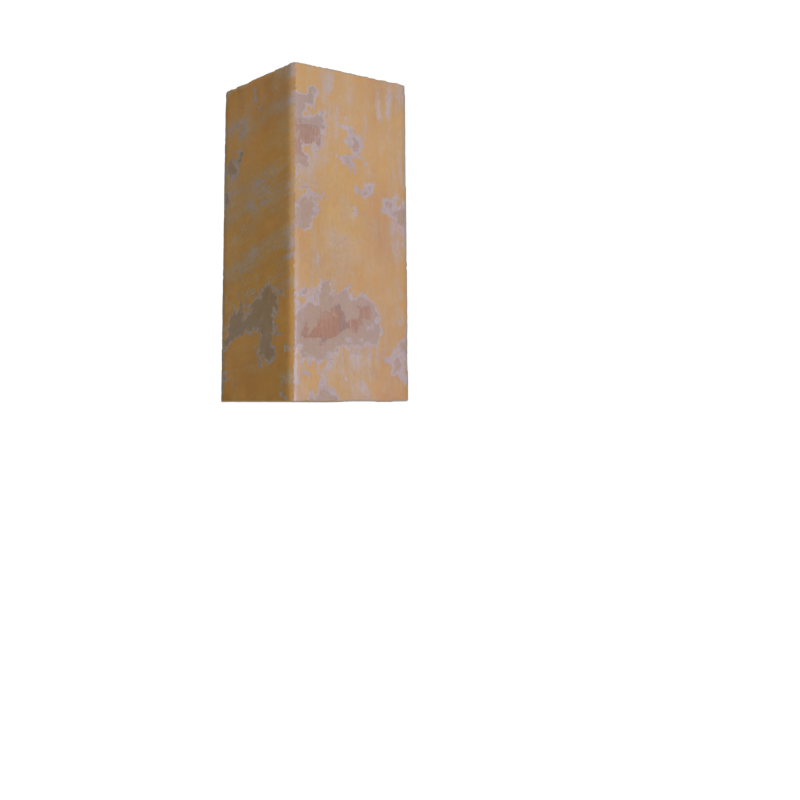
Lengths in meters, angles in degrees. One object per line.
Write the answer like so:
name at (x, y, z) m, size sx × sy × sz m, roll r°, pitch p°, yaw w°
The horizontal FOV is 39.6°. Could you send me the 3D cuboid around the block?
block at (-0.057, -0.103, 0.722) m, size 0.087 × 0.210 × 0.092 m, roll 5°, pitch -9°, yaw -37°
